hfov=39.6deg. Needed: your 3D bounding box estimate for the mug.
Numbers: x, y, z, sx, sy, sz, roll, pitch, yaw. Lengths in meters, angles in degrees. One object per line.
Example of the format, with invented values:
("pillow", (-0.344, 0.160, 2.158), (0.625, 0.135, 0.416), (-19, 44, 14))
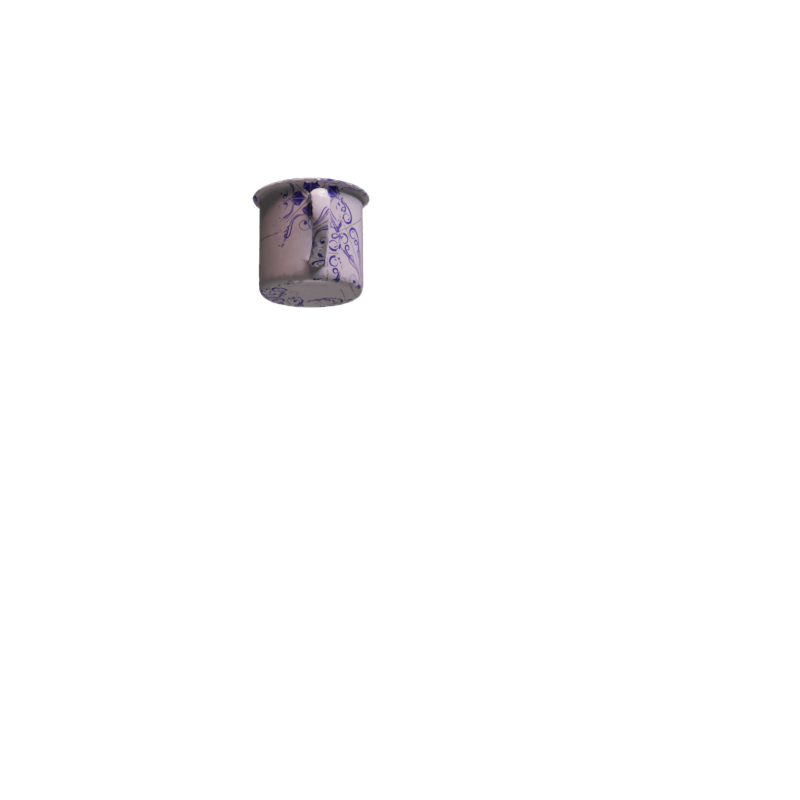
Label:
("mug", (-0.067, -0.123, 0.861), (0.092, 0.085, 0.115), (2, -13, -12))
